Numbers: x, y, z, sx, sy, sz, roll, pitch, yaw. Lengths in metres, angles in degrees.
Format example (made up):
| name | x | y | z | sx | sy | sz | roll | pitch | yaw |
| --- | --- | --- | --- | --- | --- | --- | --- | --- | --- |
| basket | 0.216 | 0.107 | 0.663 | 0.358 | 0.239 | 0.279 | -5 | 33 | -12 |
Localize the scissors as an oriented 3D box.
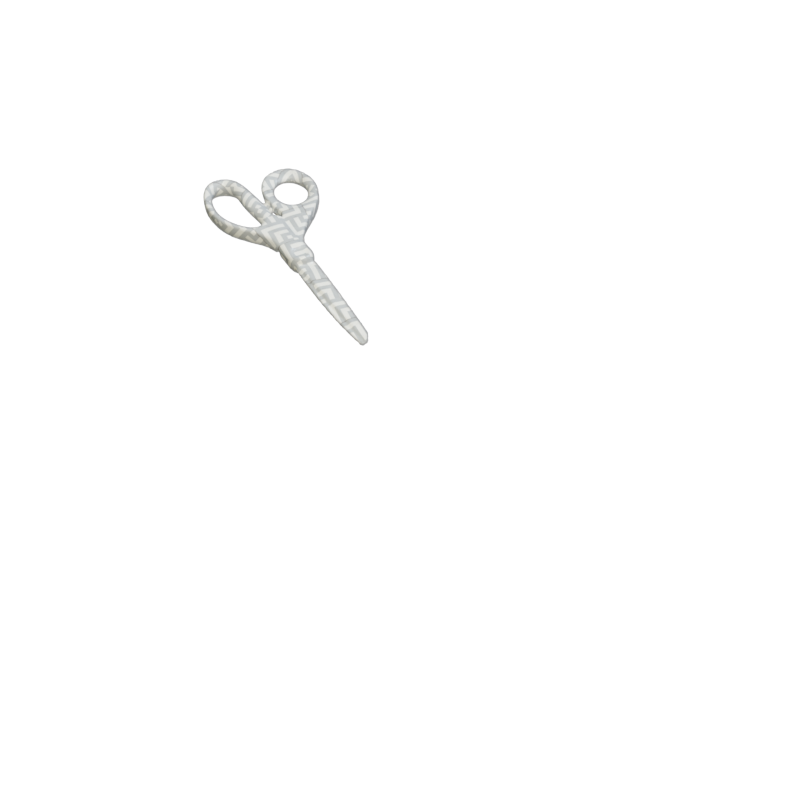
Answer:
| name | x | y | z | sx | sy | sz | roll | pitch | yaw |
| --- | --- | --- | --- | --- | --- | --- | --- | --- | --- |
| scissors | -0.064 | -0.116 | 0.812 | 0.097 | 0.015 | 0.216 | -33 | 54 | -29 |
